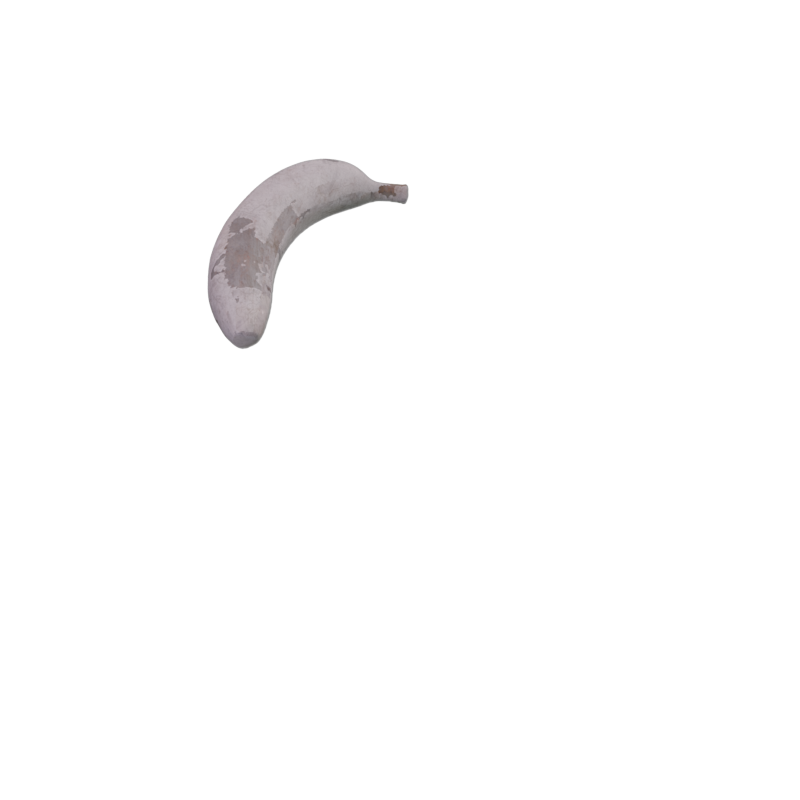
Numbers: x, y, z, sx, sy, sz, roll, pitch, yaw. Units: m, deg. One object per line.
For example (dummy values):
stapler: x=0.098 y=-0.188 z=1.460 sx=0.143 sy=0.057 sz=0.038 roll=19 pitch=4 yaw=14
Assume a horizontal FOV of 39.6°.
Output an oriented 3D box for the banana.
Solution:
banana: x=-0.063 y=-0.096 z=0.627 sx=0.072 sy=0.034 sz=0.203 roll=15 pitch=38 yaw=20
